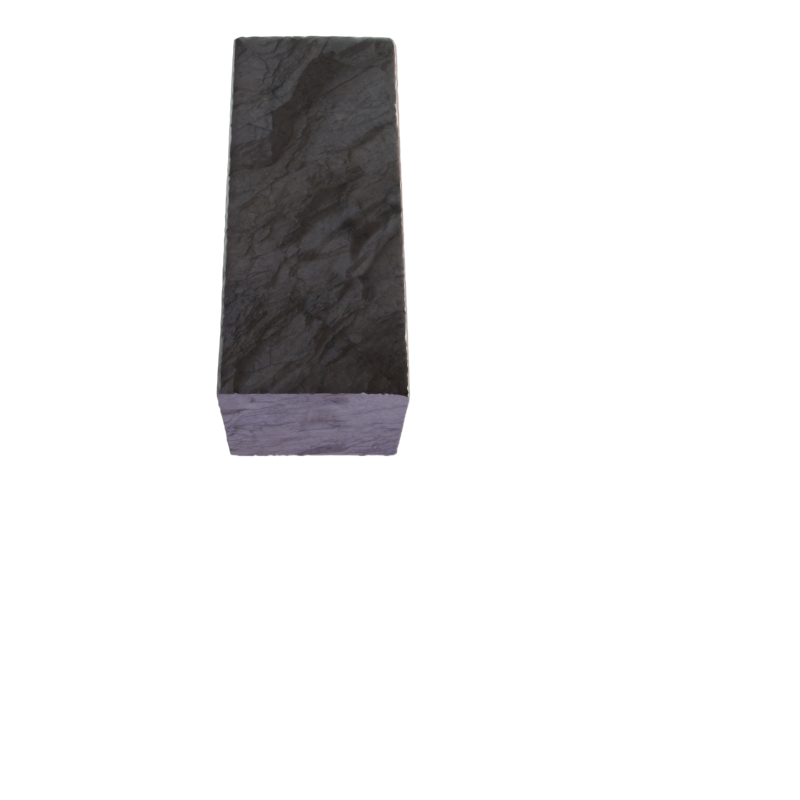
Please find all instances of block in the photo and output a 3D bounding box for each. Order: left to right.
[{"bbox_3d":[-0.045,-0.084,0.589,0.090,0.219,0.086,0,-26,-3],"label":"block"}]
